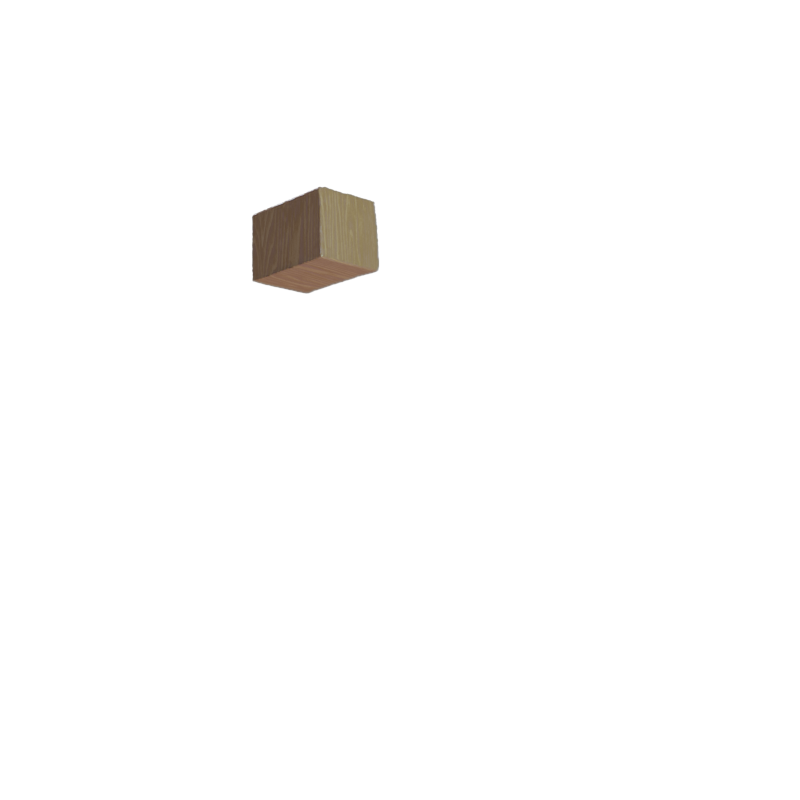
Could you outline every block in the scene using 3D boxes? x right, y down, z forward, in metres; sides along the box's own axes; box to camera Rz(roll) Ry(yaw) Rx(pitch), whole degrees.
[{"bbox_3d":[-0.060,-0.110,0.768,0.050,0.053,0.079,12,-18,-42],"label":"block"}]
